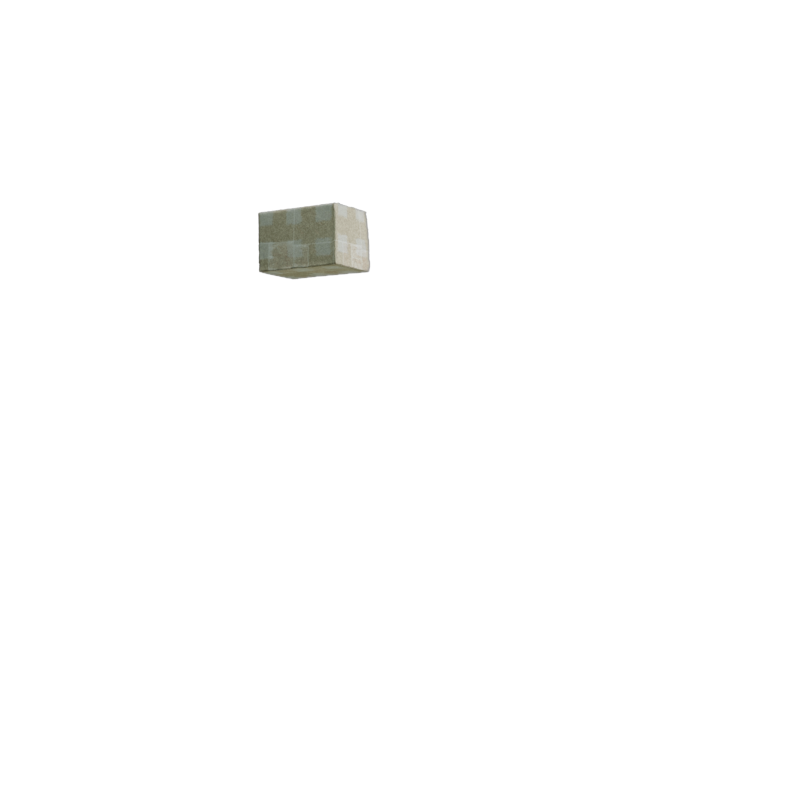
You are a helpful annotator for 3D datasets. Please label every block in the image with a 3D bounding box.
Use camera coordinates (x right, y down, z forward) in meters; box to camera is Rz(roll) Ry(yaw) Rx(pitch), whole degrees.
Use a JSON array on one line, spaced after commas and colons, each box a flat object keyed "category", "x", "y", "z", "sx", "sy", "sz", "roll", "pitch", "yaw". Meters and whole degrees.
[{"category": "block", "x": -0.071, "y": -0.130, "z": 0.907, "sx": 0.080, "sy": 0.052, "sz": 0.050, "roll": -3, "pitch": -6, "yaw": 30}]
